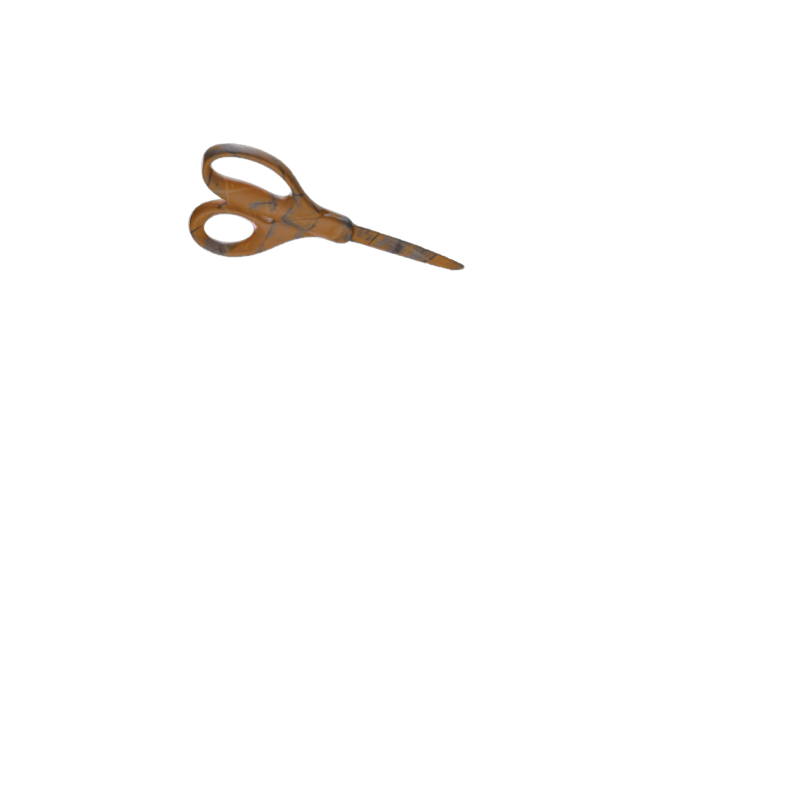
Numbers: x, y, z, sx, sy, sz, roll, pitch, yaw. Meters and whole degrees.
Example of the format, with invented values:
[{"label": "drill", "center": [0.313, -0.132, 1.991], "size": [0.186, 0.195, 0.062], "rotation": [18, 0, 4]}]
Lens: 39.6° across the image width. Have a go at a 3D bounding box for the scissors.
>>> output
[{"label": "scissors", "center": [-0.061, -0.111, 0.777], "size": [0.192, 0.017, 0.094], "rotation": [30, -55, -23]}]
